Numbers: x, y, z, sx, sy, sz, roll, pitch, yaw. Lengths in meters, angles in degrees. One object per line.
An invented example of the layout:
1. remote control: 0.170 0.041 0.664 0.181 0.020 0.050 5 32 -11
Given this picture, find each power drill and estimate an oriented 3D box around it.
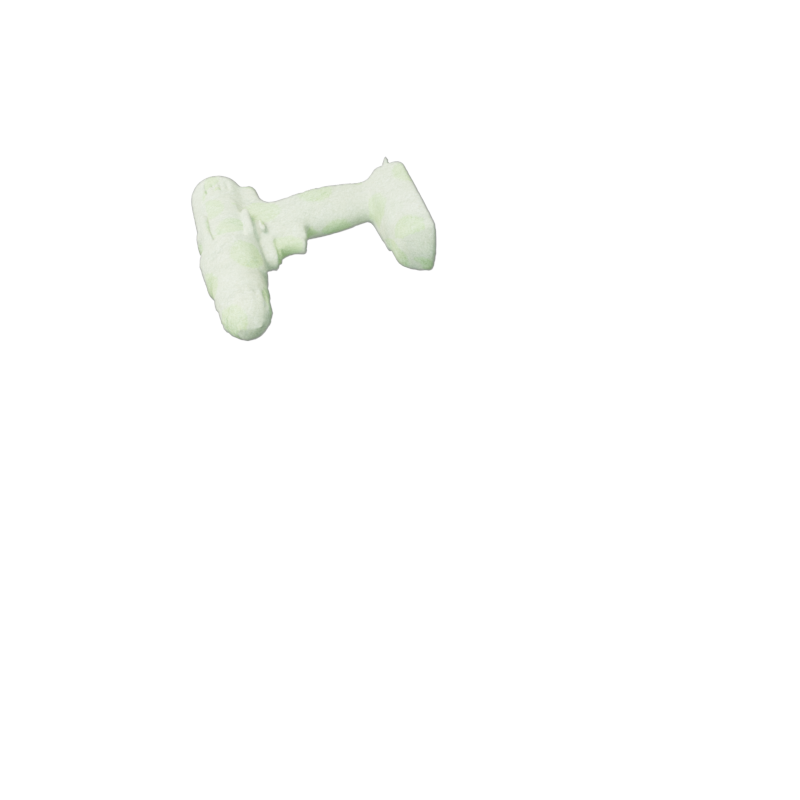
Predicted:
1. power drill: -0.070 -0.128 0.896 0.186 0.053 0.200 -10 45 -10
